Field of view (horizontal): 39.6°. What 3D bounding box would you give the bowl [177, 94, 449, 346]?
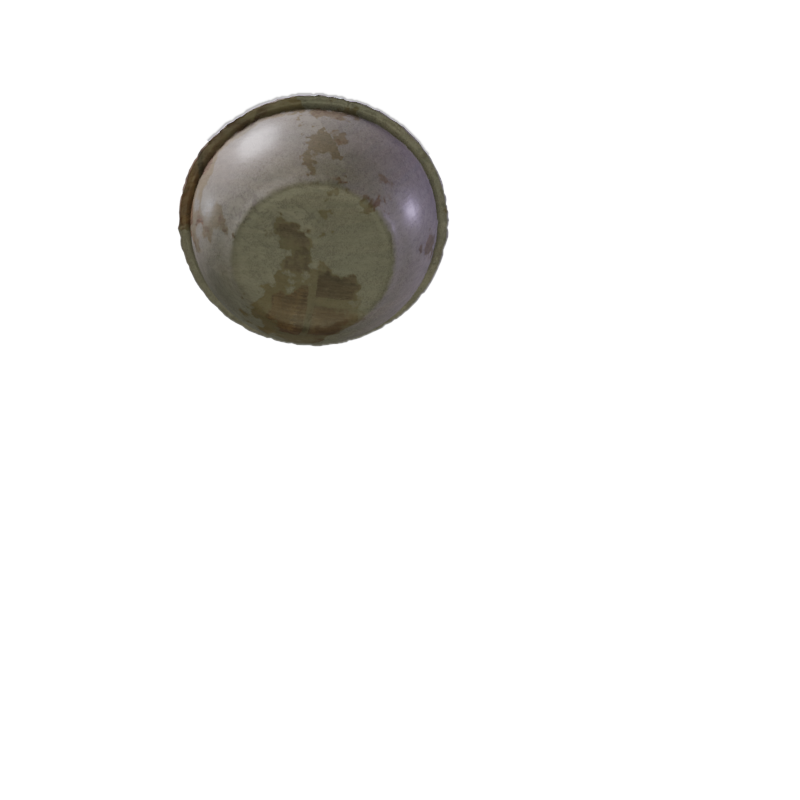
[{"bbox_3d":[-0.050,-0.091,0.641,0.162,0.154,0.058,1,25,-1],"label":"bowl"}]
